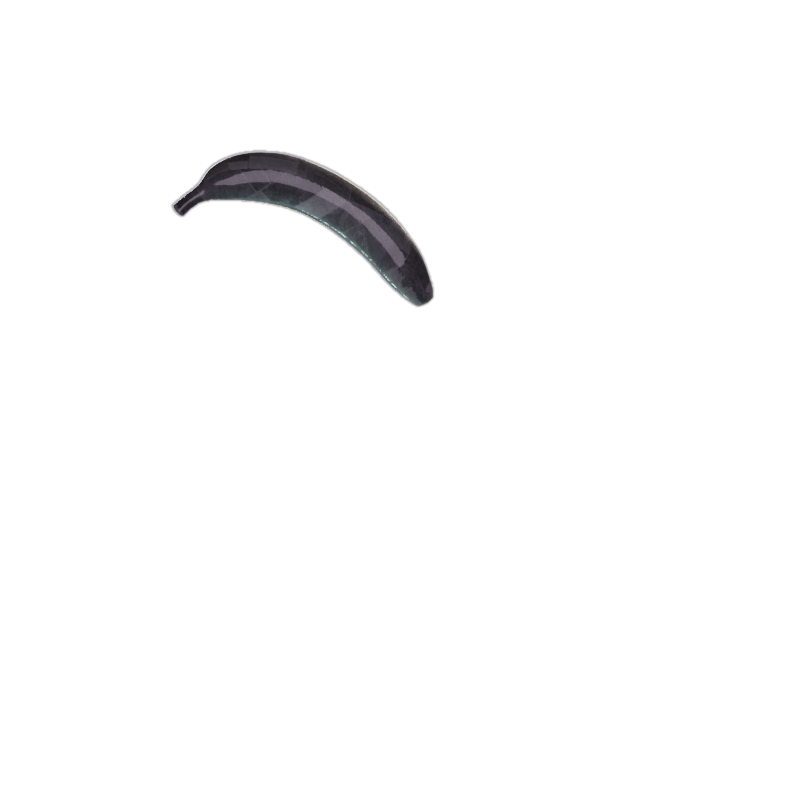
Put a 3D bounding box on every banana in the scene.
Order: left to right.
[{"bbox_3d":[-0.059,-0.132,0.797,0.196,0.069,0.037,21,8,-3],"label":"banana"}]
